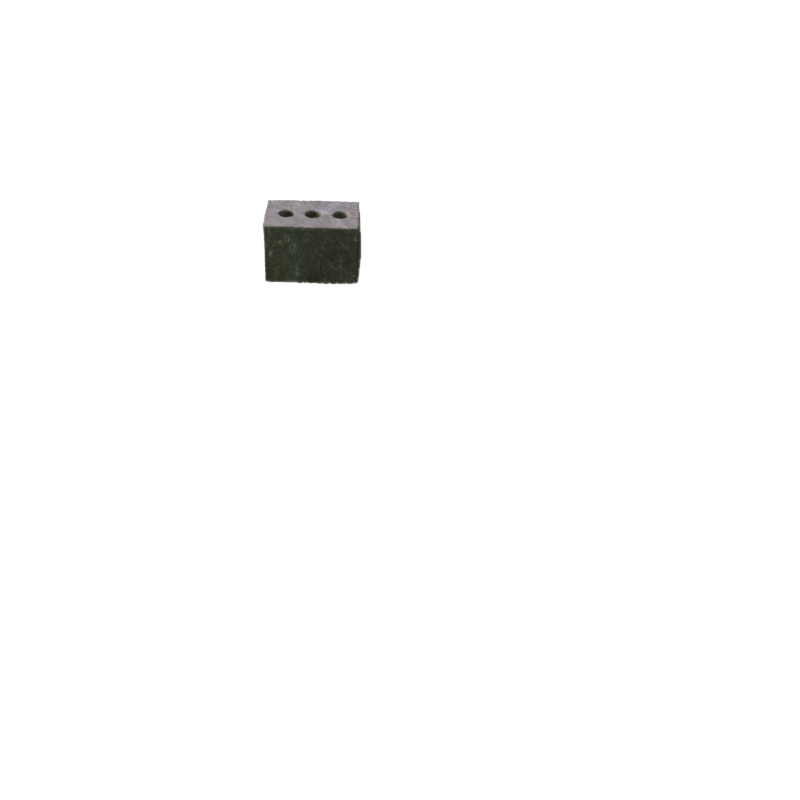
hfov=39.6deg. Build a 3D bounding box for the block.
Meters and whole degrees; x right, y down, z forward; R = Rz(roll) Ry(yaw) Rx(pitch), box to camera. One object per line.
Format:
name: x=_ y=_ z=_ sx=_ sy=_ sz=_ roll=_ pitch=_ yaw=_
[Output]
block: x=-0.071 y=-0.129 z=0.901 sx=0.078 sy=0.048 sz=0.056 roll=1 pitch=29 yaw=1
